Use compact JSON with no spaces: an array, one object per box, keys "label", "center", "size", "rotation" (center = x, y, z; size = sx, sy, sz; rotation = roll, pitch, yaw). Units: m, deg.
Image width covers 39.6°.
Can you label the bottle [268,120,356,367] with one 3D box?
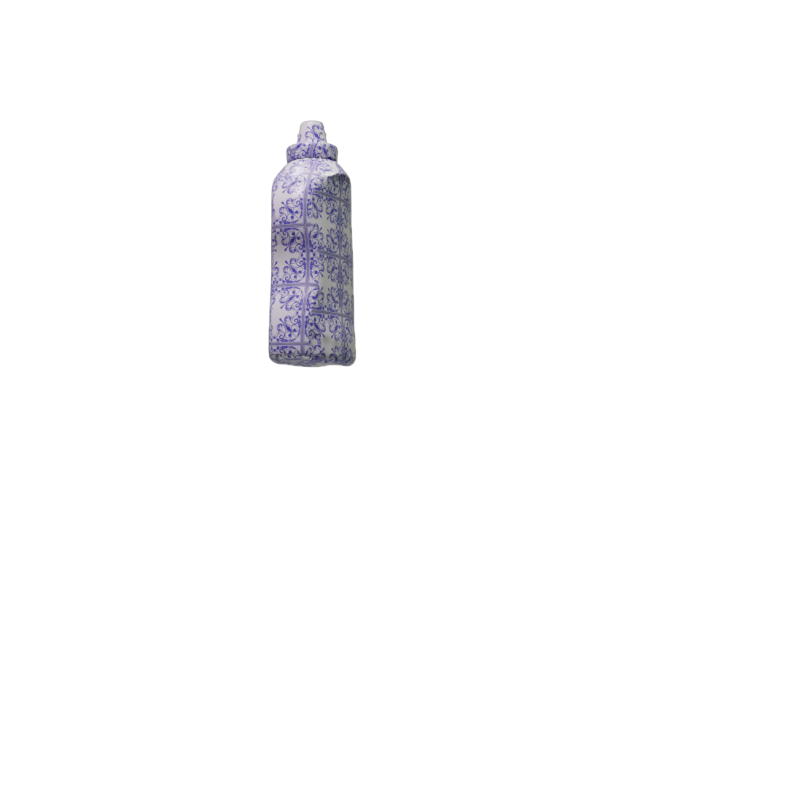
[{"label":"bottle","center":[-0.068,-0.124,0.865],"size":[0.060,0.196,0.092],"rotation":[-4,-9,23]}]
